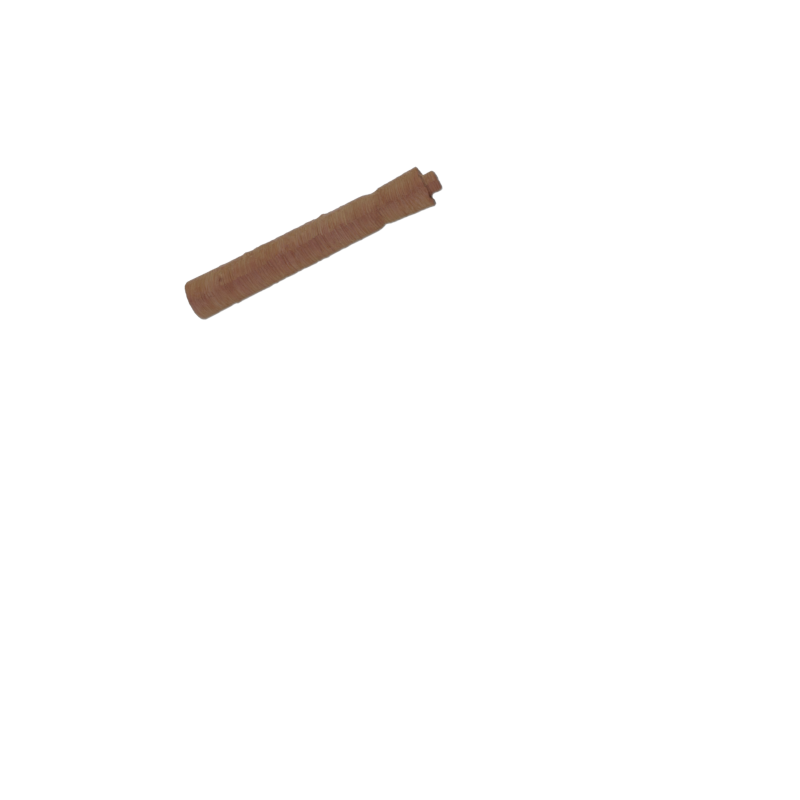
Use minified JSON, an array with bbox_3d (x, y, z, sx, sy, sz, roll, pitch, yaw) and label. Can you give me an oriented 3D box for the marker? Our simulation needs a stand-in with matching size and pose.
[{"bbox_3d":[-0.038,-0.069,0.483,0.121,0.020,0.020,-25,-1,11],"label":"marker"}]
